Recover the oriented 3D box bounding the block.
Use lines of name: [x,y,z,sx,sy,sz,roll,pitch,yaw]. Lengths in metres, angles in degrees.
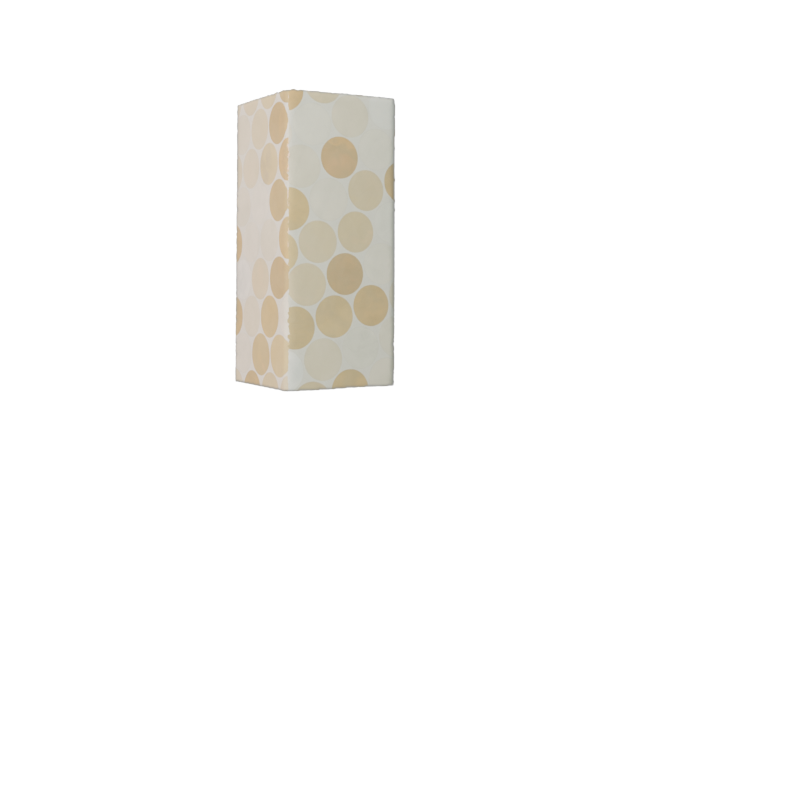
block: [-0.063,-0.116,0.809,0.087,0.207,0.094,0,-1,-30]
